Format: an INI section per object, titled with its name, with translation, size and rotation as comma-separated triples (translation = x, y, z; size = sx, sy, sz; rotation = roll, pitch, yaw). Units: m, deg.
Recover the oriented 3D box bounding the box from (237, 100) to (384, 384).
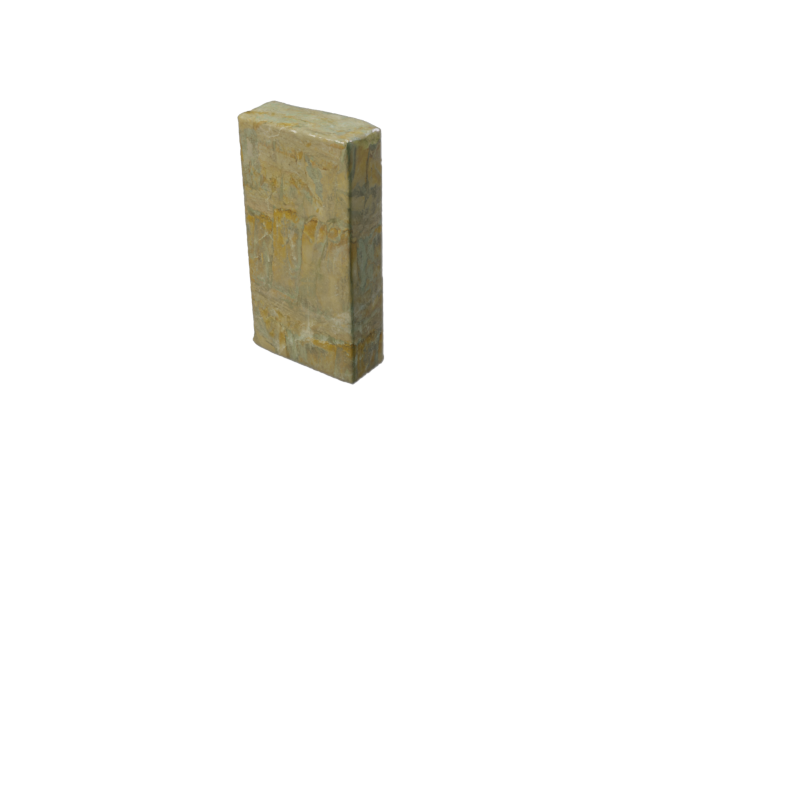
[box]
translation = -0.058, -0.107, 0.747
size = 0.099, 0.167, 0.048
rotation = 20, 32, 32
